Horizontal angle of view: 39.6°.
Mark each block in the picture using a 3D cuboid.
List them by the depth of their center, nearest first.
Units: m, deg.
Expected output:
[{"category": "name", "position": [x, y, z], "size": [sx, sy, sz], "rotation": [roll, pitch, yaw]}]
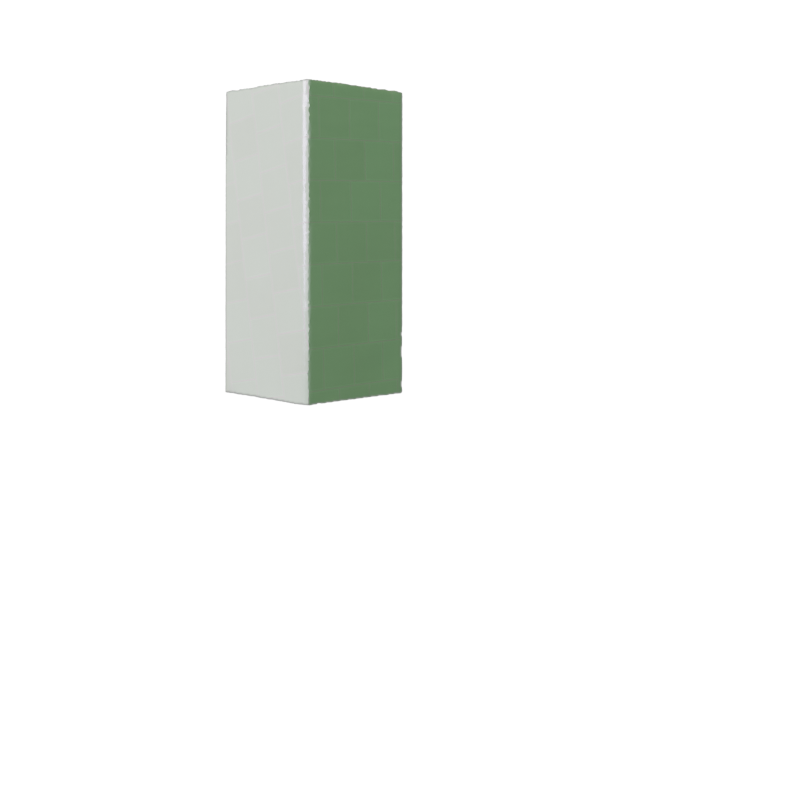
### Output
[{"category": "block", "position": [-0.060, -0.108, 0.759], "size": [0.087, 0.206, 0.094], "rotation": [-1, 2, -45]}]
